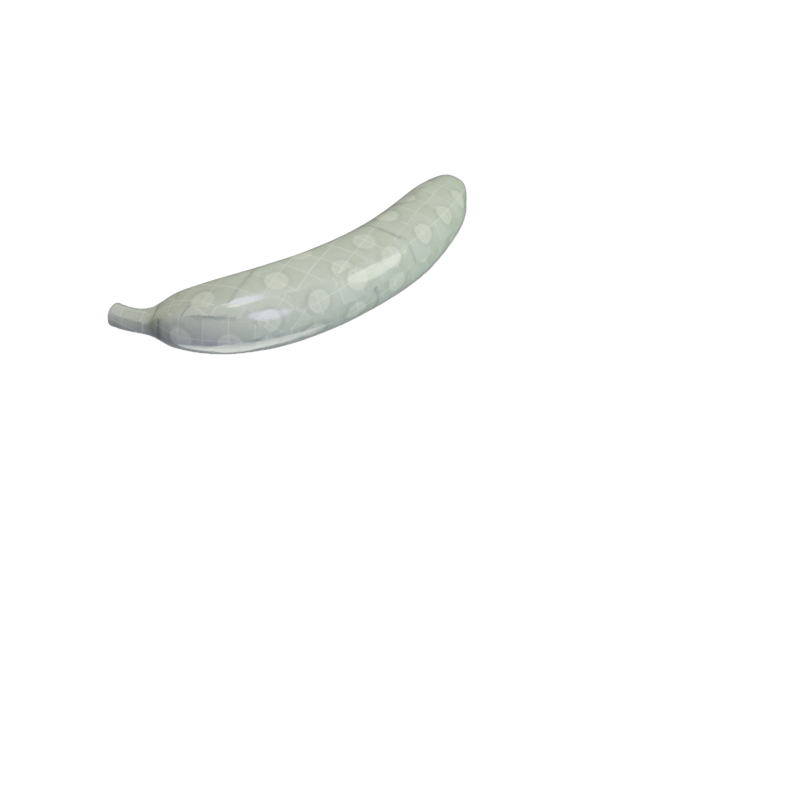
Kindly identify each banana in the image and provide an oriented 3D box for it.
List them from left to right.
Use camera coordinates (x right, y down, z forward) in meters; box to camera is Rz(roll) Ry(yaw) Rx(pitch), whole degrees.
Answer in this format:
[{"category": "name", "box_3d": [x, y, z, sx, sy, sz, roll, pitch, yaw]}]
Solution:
[{"category": "banana", "box_3d": [-0.034, -0.063, 0.518, 0.196, 0.034, 0.075, -24, 46, -25]}]
